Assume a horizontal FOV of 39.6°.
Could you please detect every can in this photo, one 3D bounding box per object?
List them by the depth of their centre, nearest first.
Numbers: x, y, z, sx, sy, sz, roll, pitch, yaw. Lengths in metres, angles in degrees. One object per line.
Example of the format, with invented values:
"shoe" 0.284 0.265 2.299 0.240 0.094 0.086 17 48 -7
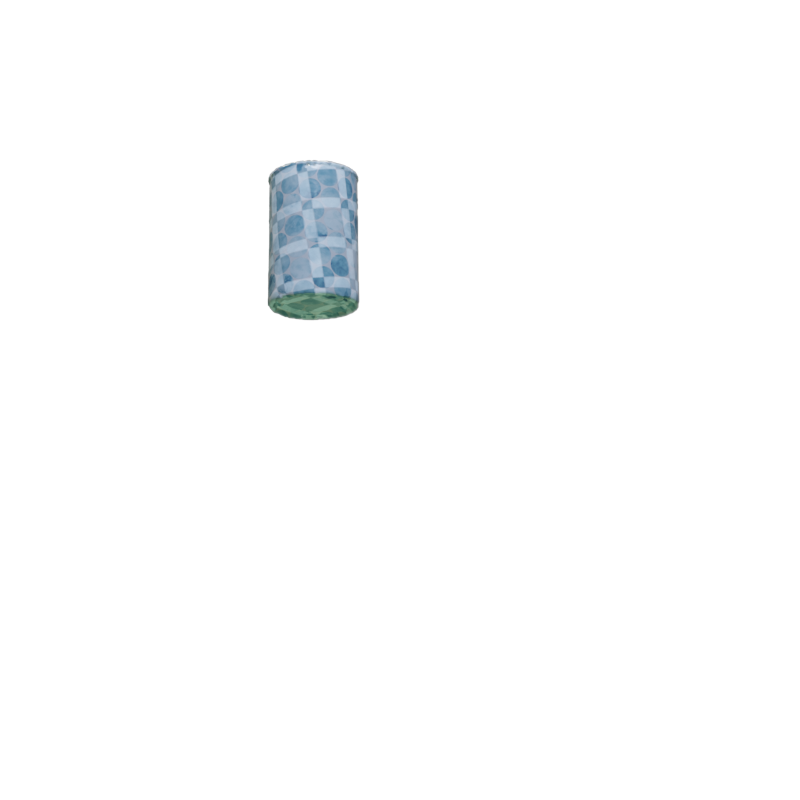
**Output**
"can" -0.064 -0.117 0.818 0.068 0.107 0.066 0 -18 -2
